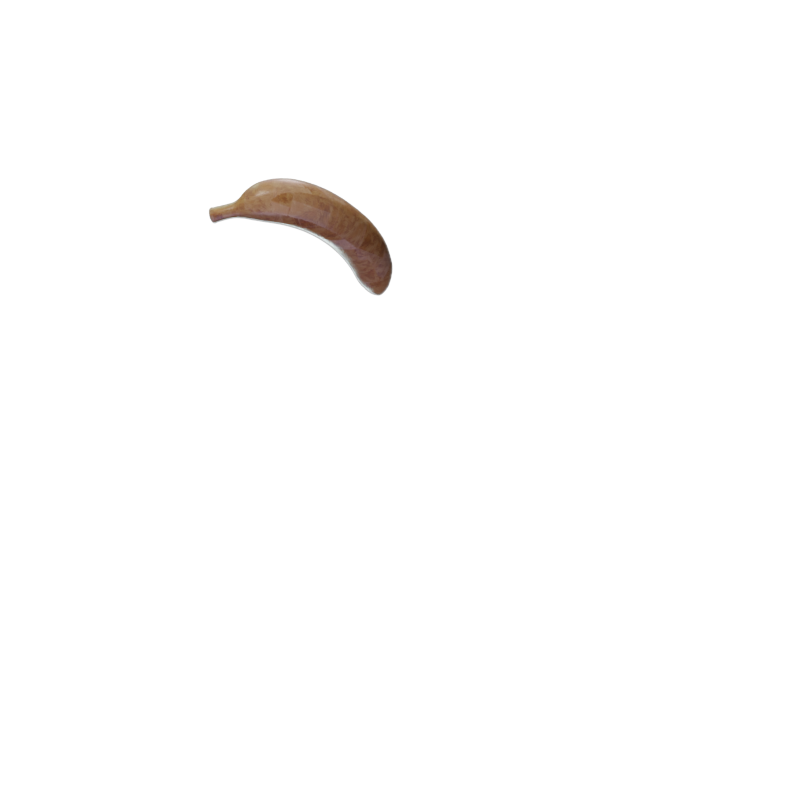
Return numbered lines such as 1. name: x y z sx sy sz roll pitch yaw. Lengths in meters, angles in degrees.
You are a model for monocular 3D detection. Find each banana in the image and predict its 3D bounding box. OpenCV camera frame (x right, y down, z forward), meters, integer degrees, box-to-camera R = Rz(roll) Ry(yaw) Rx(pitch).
1. banana: -0.060 -0.137 0.900 0.070 0.039 0.185 -23 -33 39
